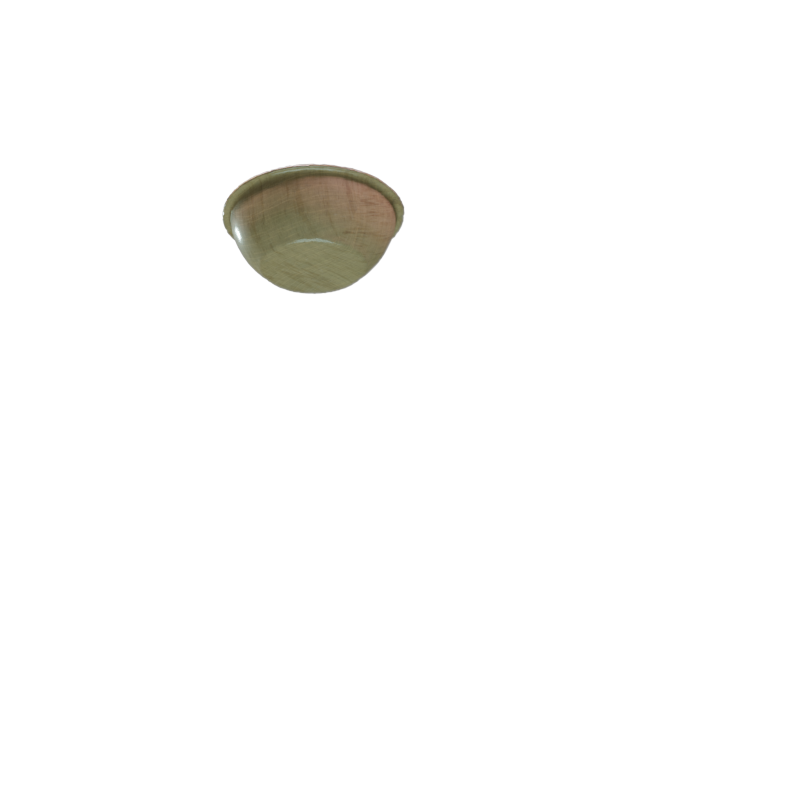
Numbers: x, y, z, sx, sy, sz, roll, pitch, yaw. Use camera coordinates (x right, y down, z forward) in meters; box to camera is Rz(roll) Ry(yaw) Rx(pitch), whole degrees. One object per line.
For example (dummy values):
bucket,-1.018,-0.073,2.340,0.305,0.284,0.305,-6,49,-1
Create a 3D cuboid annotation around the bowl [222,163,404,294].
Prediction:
bowl,-0.076,-0.139,0.970,0.162,0.058,0.153,1,-26,-2
